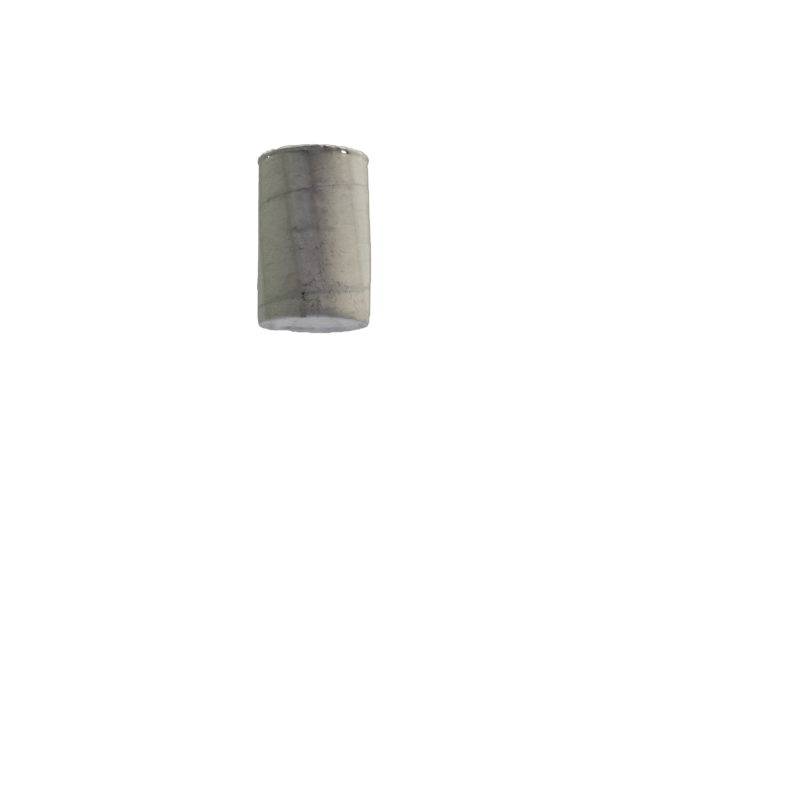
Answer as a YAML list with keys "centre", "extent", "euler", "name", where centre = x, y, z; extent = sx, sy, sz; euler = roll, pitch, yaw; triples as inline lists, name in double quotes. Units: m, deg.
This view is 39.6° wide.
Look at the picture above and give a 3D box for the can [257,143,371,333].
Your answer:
- centre: [-0.052, -0.095, 0.663]
  extent: [0.068, 0.105, 0.067]
  euler: [0, -9, -2]
  name: "can"
